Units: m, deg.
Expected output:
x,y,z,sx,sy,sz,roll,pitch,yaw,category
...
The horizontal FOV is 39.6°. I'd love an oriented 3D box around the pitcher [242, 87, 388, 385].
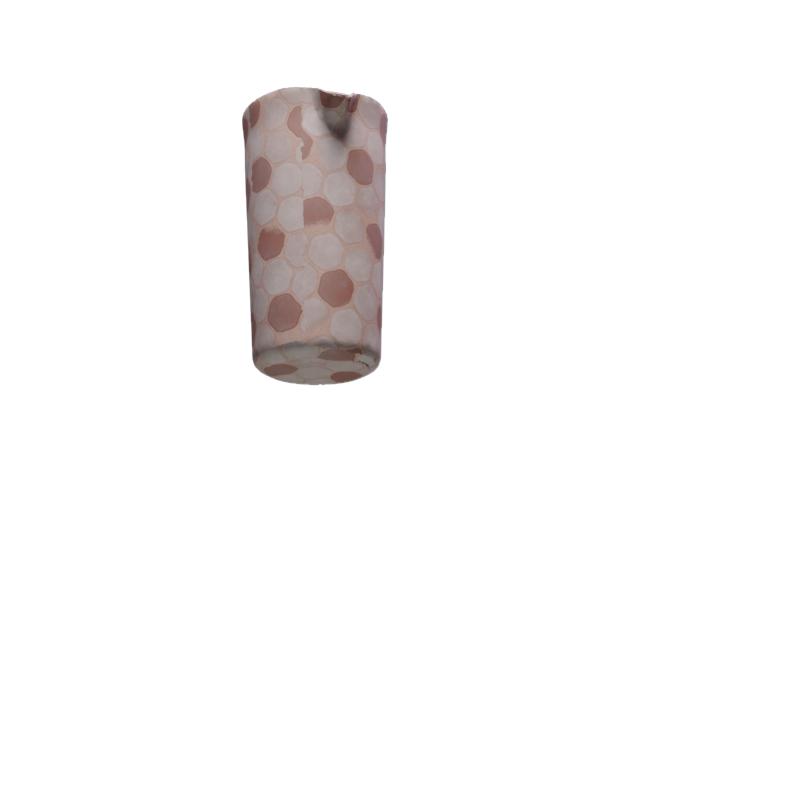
x,y,z,sx,sy,sz,roll,pitch,yaw,category
-0.077,-0.140,0.978,0.148,0.255,0.139,-11,-22,24,pitcher
